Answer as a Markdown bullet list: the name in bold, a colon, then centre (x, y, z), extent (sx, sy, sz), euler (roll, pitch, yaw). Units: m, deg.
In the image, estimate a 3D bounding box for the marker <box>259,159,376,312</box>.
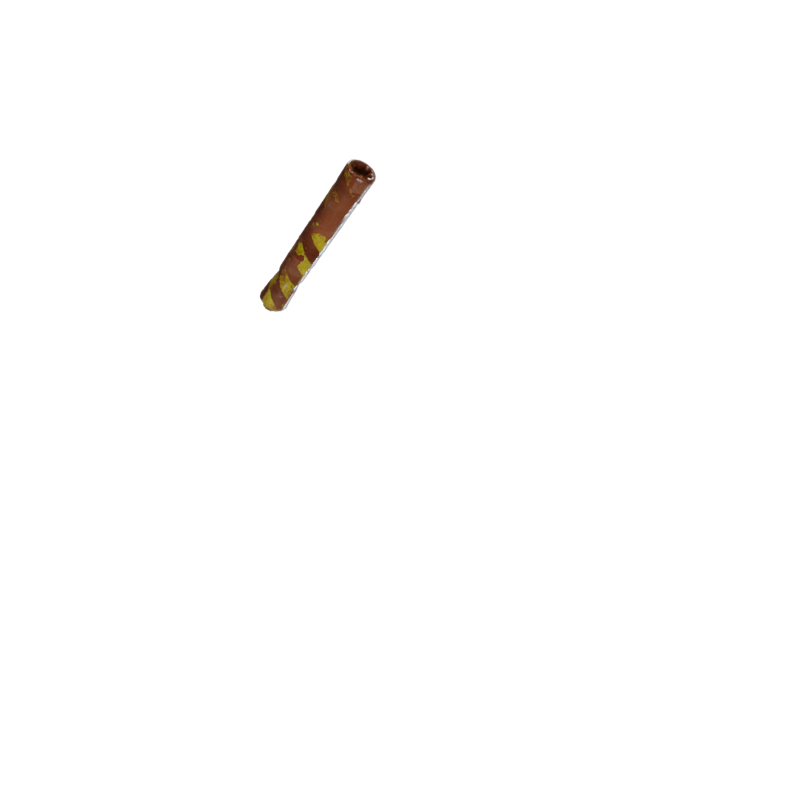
- **marker**: centre (-0.052, -0.094, 0.659), extent (0.019, 0.021, 0.117), euler (-2, -36, -41)
